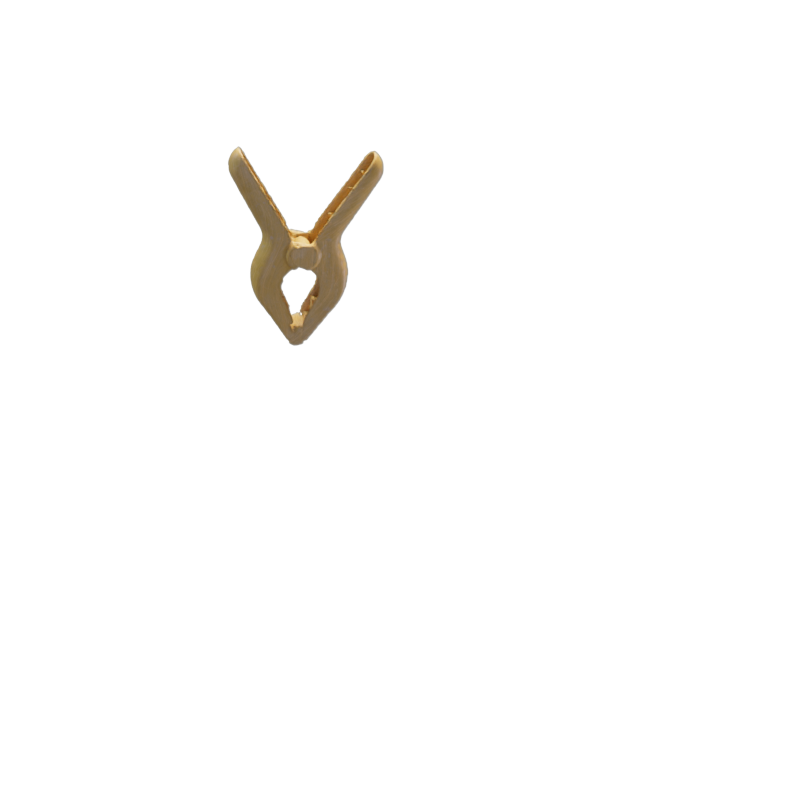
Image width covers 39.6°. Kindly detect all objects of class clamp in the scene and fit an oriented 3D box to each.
[{"bbox_3d":[-0.070,-0.127,0.889,0.120,0.161,0.042,-3,28,1],"label":"clamp"}]
